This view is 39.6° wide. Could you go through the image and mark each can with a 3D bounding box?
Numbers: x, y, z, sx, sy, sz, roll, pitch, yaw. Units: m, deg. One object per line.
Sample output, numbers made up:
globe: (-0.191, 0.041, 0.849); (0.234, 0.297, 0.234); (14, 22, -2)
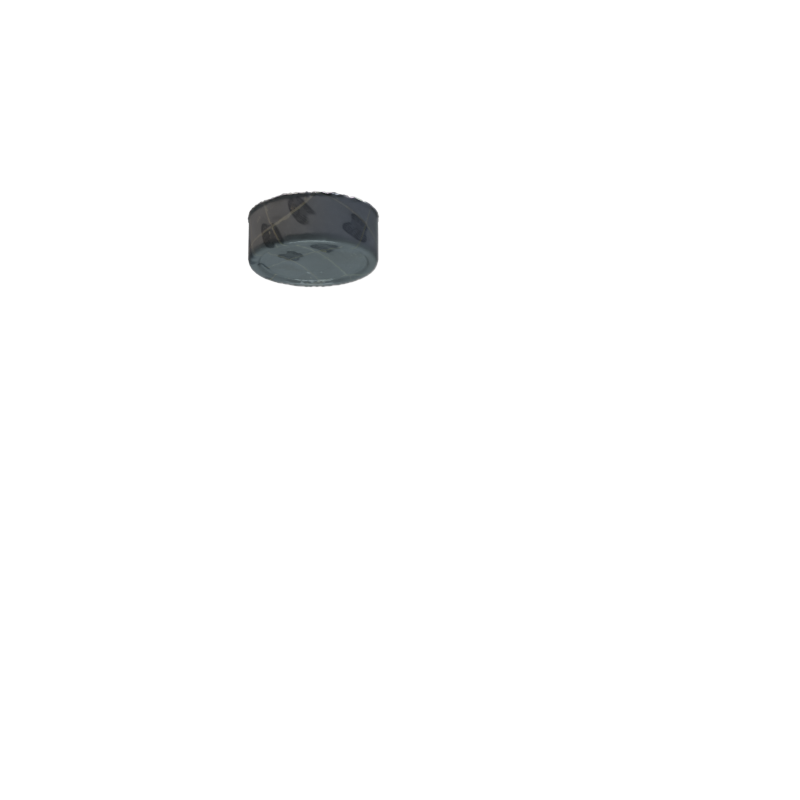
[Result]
can: (-0.056, -0.103, 0.719); (0.086, 0.035, 0.082); (0, -16, -2)
